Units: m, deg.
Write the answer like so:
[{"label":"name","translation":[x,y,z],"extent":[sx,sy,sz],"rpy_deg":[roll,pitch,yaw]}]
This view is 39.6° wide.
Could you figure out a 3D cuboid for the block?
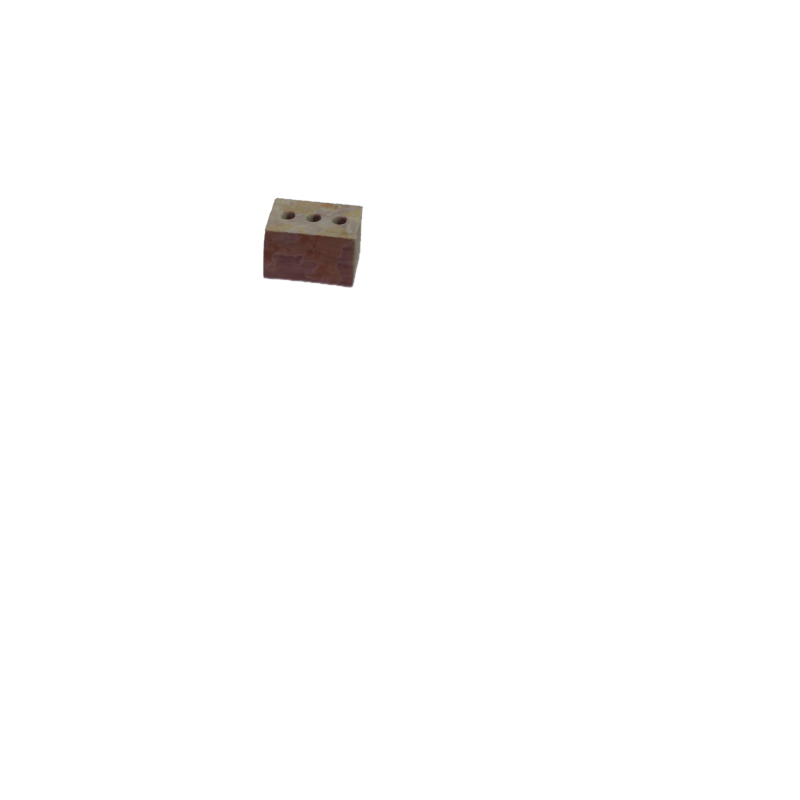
[{"label":"block","translation":[-0.073,-0.134,0.935],"extent":[0.079,0.048,0.056],"rpy_deg":[6,39,6]}]
